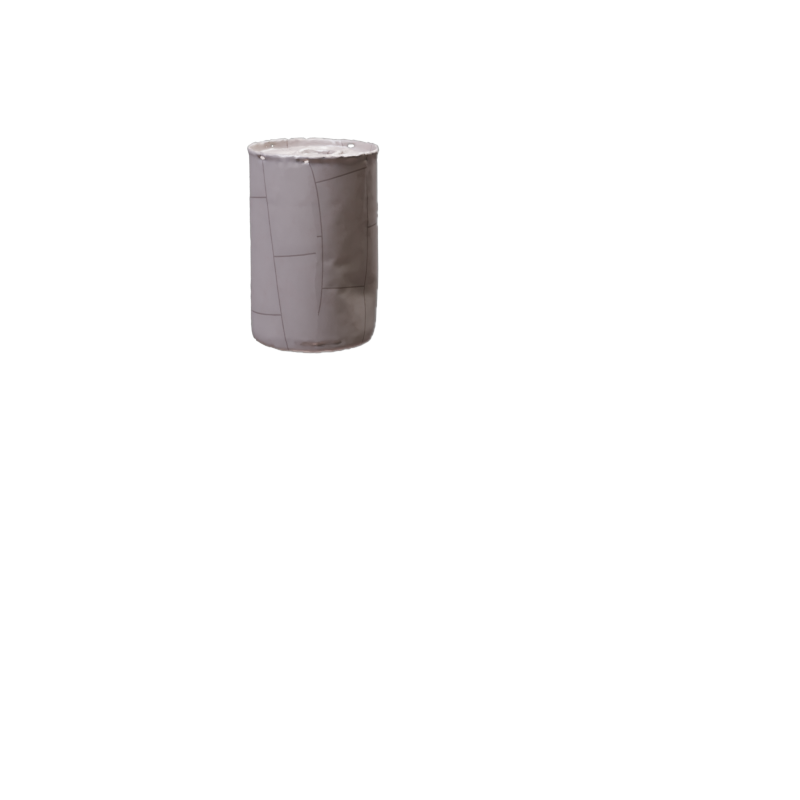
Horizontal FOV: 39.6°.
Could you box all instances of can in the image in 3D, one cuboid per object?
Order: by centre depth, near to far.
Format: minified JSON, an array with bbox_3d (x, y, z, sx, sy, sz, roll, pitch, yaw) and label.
[{"bbox_3d":[-0.046,-0.083,0.583,0.068,0.099,0.071,0,16,-2],"label":"can"}]
